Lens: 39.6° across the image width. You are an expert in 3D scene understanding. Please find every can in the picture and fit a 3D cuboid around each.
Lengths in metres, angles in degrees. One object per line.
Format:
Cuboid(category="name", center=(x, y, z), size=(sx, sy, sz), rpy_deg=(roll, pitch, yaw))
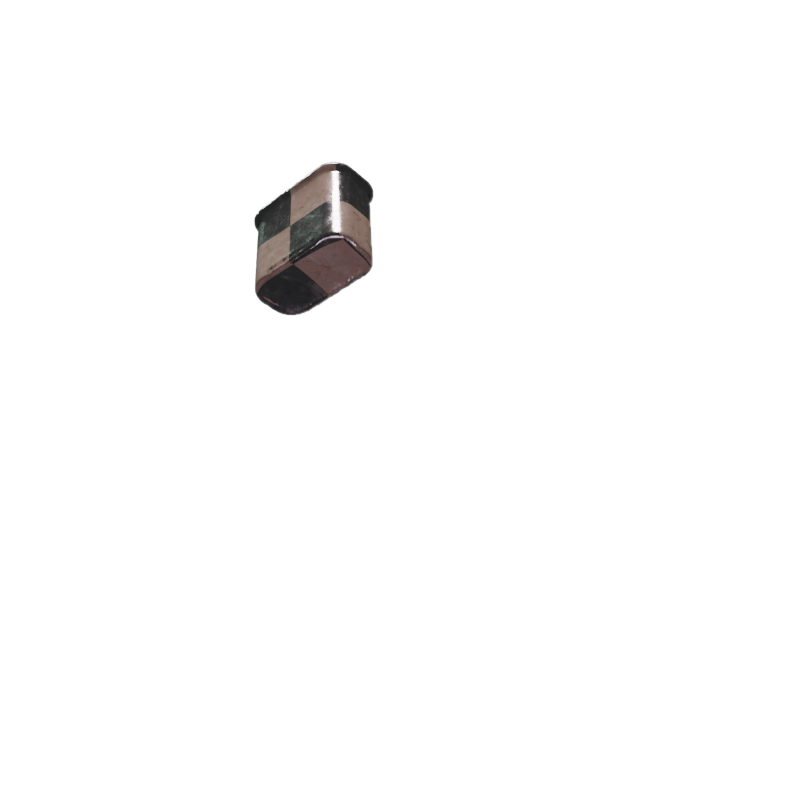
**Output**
Cuboid(category="can", center=(-0.069, -0.125, 0.878), size=(0.101, 0.090, 0.054), rpy_deg=(-31, -50, 28))
